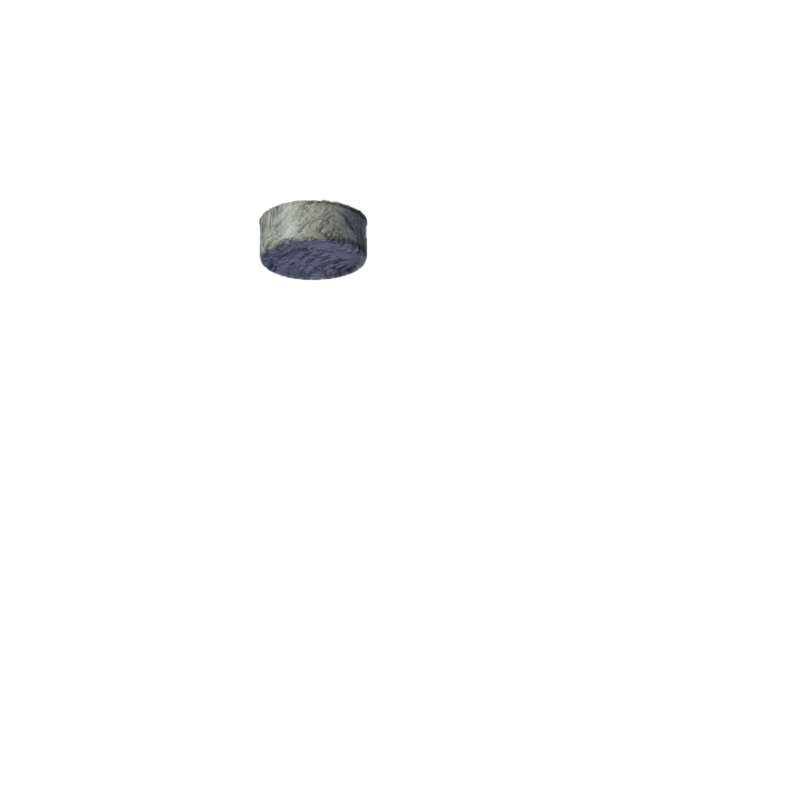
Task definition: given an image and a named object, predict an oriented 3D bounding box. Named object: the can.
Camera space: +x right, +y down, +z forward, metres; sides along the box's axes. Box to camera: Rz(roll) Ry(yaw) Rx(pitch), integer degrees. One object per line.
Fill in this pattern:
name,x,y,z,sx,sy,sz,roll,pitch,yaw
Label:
can,-0.068,-0.124,0.870,0.086,0.035,0.082,0,-17,-2
